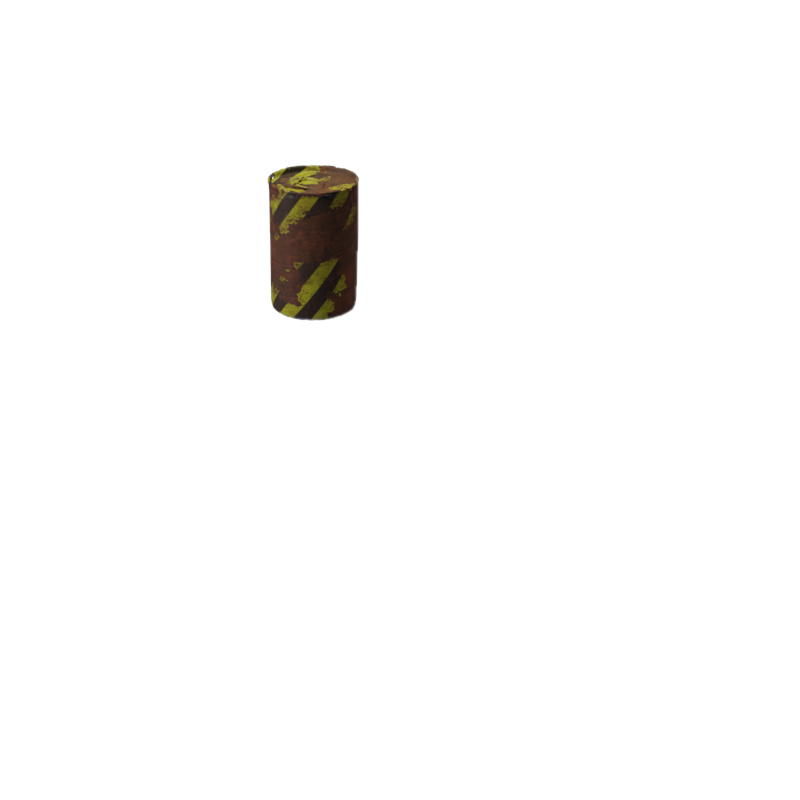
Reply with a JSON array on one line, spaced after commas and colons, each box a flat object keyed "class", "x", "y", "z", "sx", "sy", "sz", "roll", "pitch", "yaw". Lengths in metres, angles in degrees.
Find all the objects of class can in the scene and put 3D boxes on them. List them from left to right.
[{"class": "can", "x": -0.066, "y": -0.120, "z": 0.840, "sx": 0.068, "sy": 0.097, "sz": 0.072, "roll": 0, "pitch": 24, "yaw": -2}]
